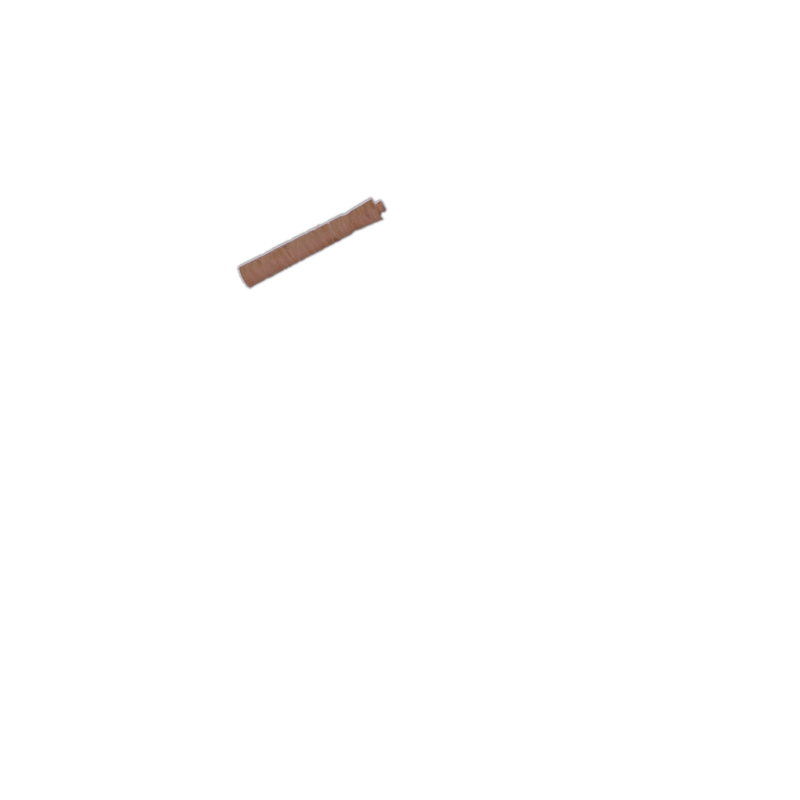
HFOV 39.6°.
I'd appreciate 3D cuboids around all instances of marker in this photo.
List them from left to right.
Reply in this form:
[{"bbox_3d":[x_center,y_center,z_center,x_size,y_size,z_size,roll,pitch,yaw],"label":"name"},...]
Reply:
[{"bbox_3d":[-0.066,-0.120,0.843,0.121,0.020,0.020,-26,1,7],"label":"marker"}]
